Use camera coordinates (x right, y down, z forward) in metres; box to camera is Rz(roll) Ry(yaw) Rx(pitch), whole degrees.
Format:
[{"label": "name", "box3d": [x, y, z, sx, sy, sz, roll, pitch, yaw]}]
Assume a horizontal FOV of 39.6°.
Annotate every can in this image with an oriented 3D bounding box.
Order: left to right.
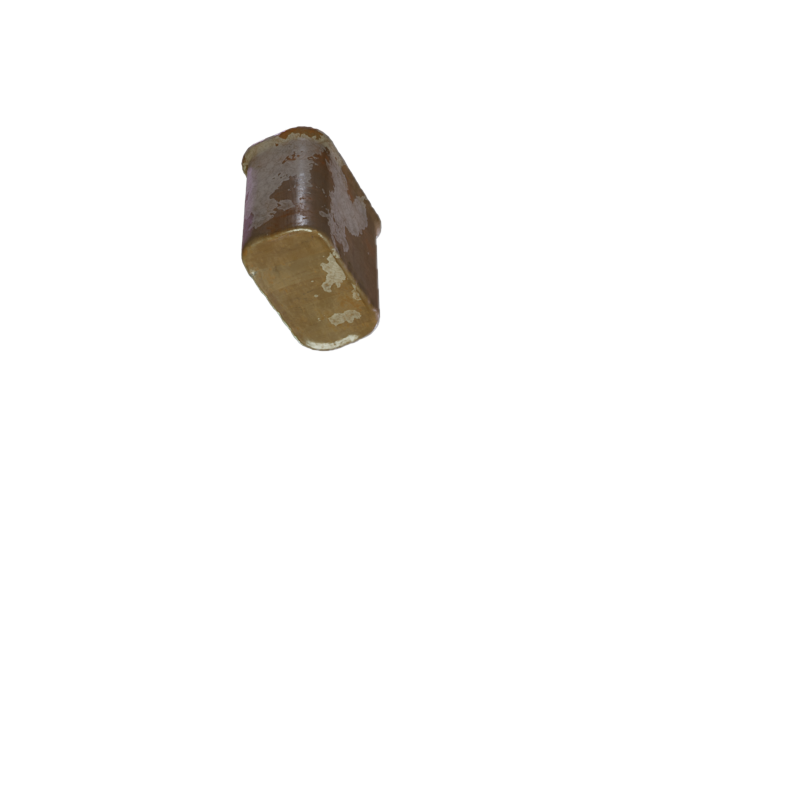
[{"label": "can", "box3d": [-0.050, -0.091, 0.636, 0.058, 0.090, 0.094, -19, -46, 17]}]
